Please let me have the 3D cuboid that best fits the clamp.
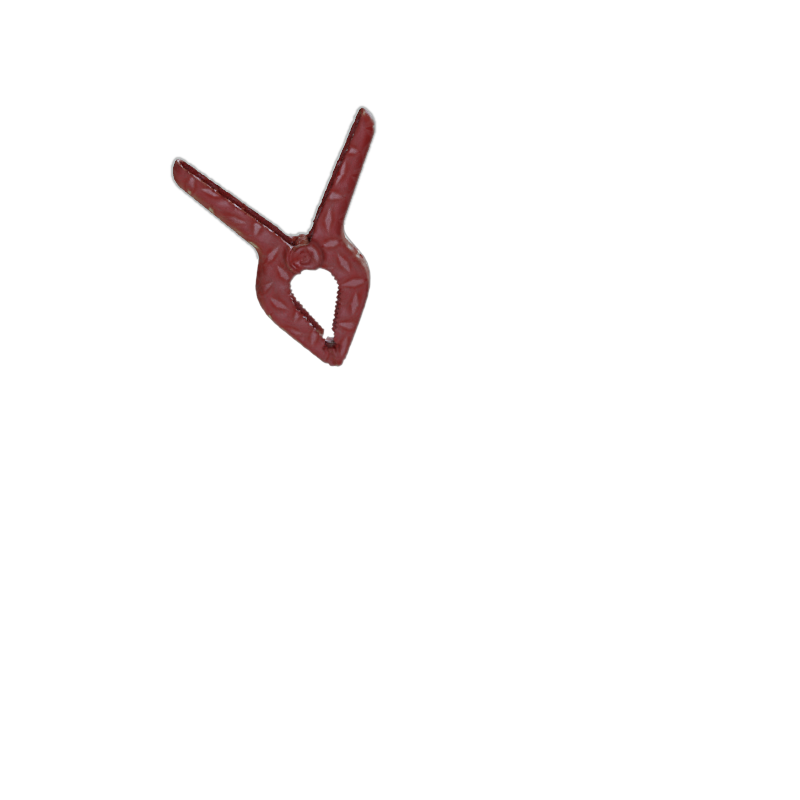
[{"bbox_3d":[-0.070,-0.128,0.899,0.165,0.200,0.038,-21,18,7],"label":"clamp"}]
